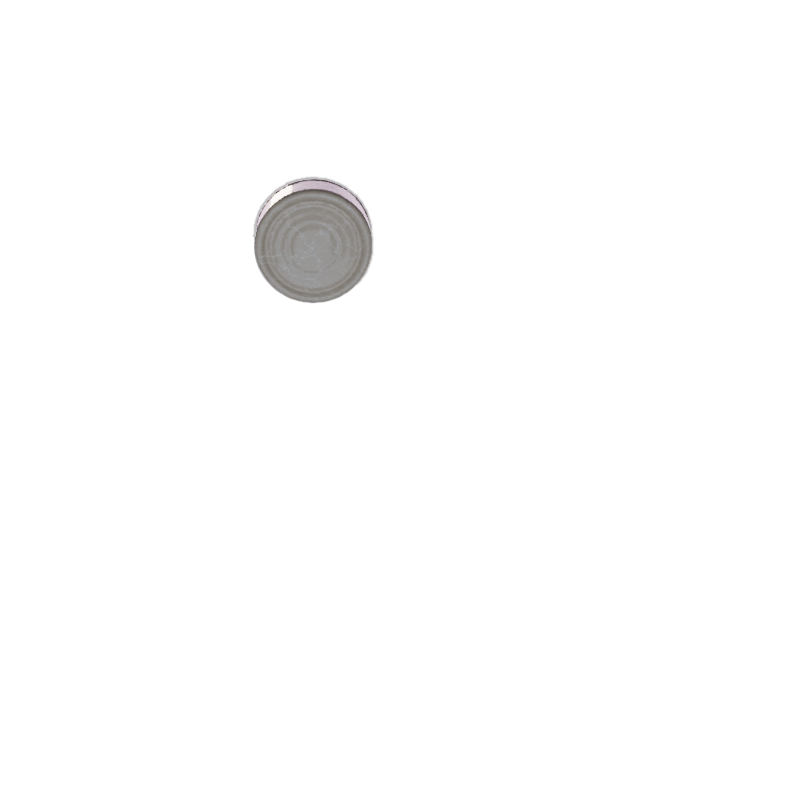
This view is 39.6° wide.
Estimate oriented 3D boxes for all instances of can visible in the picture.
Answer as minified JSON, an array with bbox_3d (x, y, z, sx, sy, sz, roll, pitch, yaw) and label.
[{"bbox_3d":[-0.062,-0.114,0.797,0.086,0.082,0.035,0,19,-1],"label":"can"}]
